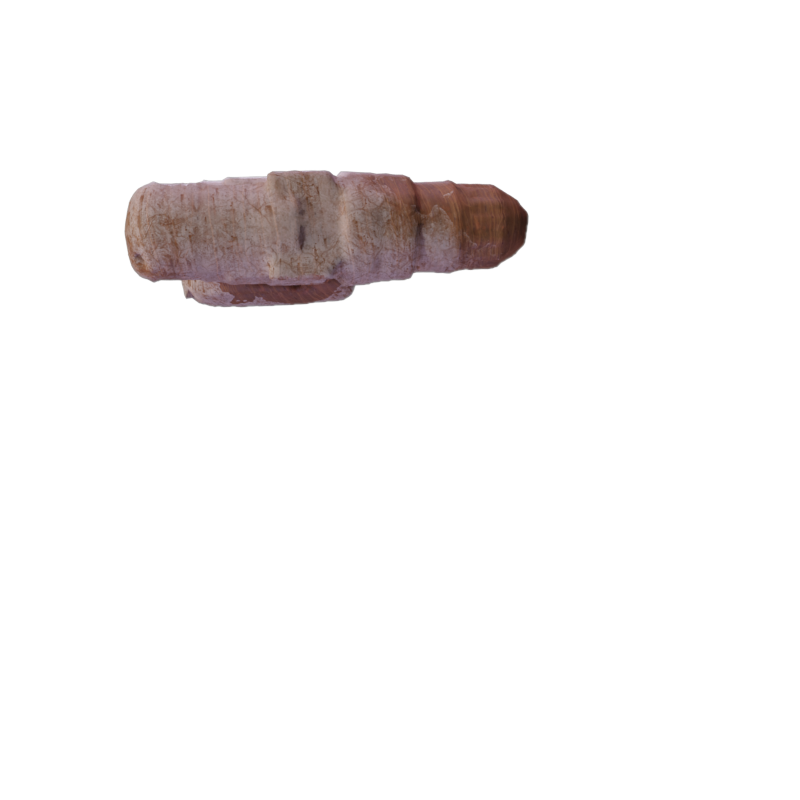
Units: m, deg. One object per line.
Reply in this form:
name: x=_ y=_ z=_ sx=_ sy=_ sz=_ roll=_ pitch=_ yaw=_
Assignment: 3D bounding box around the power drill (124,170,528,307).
power drill: x=-0.045 y=-0.082 z=0.575 sx=0.182 sy=0.058 sz=0.188 roll=0 pitch=0 yaw=-8
